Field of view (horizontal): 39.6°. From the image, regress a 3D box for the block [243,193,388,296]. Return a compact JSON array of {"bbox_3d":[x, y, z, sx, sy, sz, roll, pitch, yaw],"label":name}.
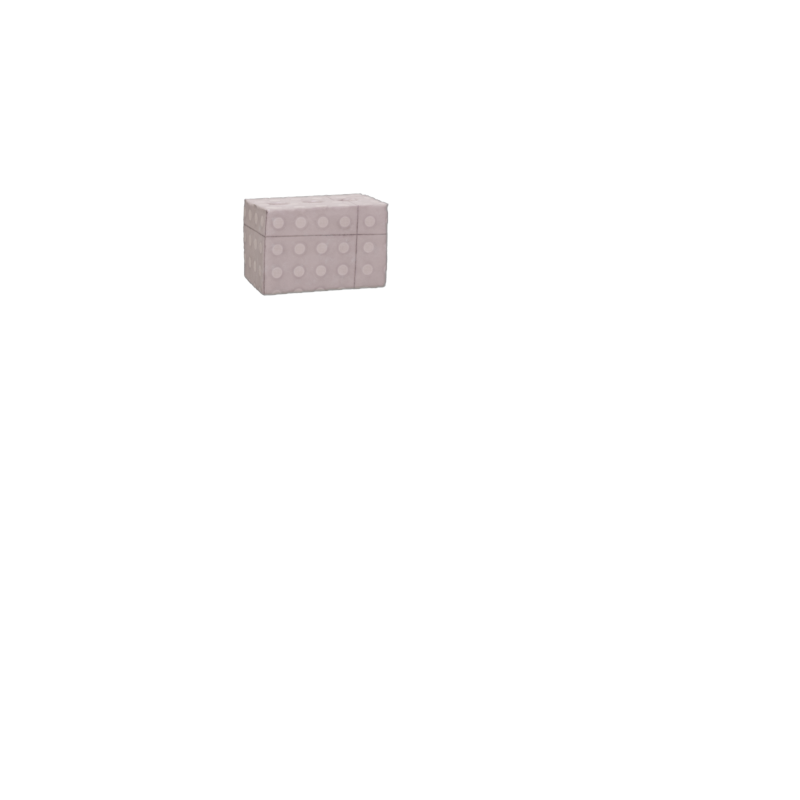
[{"bbox_3d":[-0.052,-0.096,0.670,0.076,0.050,0.056,-6,16,-19],"label":"block"}]
